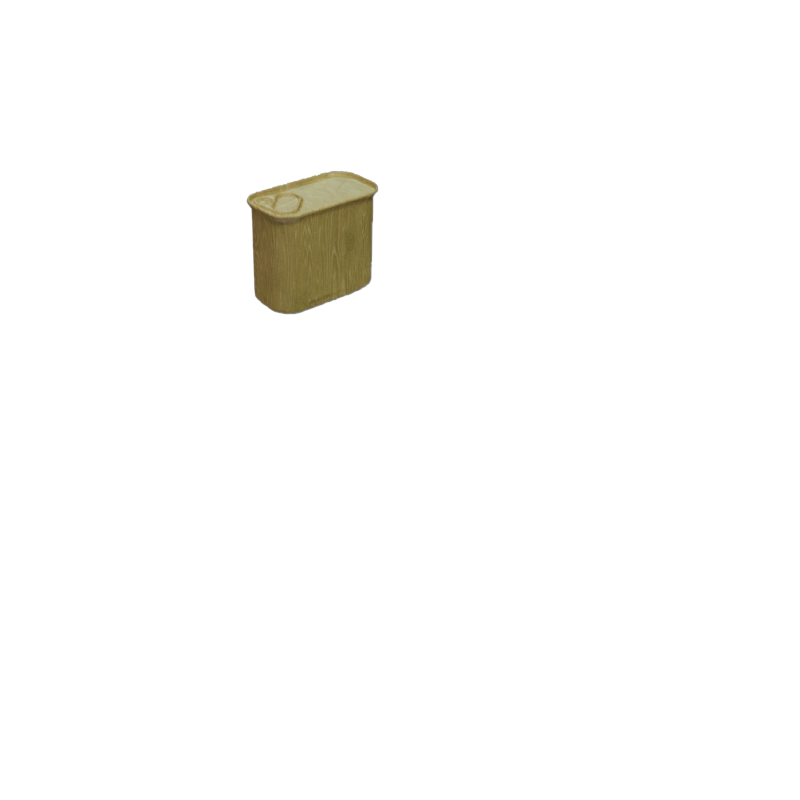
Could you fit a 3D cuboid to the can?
[{"bbox_3d":[-0.068,-0.123,0.862,0.101,0.079,0.061,-22,36,-35],"label":"can"}]
